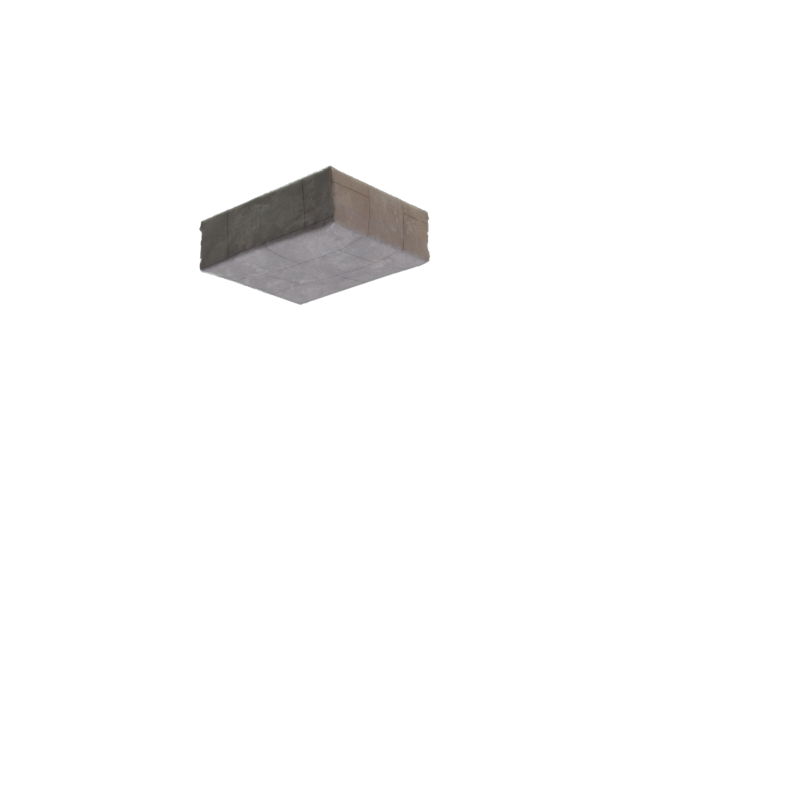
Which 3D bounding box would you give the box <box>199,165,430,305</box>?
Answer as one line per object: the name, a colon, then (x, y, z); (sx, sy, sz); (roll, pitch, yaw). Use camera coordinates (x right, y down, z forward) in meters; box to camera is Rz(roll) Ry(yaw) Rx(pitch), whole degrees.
box: (-0.053, -0.096, 0.672); (0.116, 0.040, 0.085); (-12, -19, 39)
